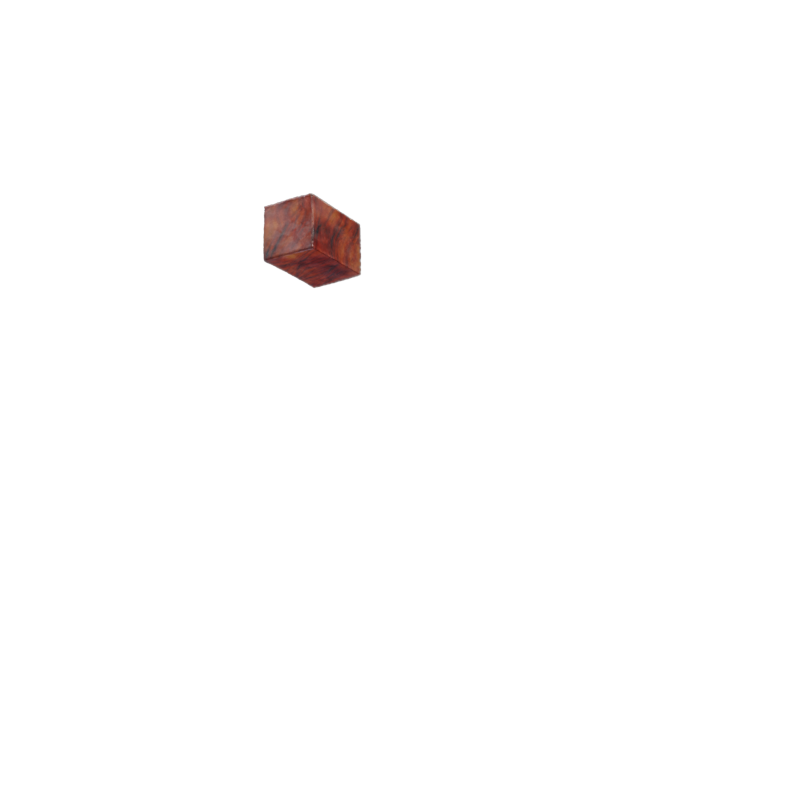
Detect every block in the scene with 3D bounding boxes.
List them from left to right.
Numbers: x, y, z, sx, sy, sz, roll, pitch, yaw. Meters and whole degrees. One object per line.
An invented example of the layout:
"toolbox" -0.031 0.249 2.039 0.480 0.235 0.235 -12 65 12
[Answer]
"block" -0.075 -0.137 0.957 0.054 0.054 0.073 -12 -22 29
